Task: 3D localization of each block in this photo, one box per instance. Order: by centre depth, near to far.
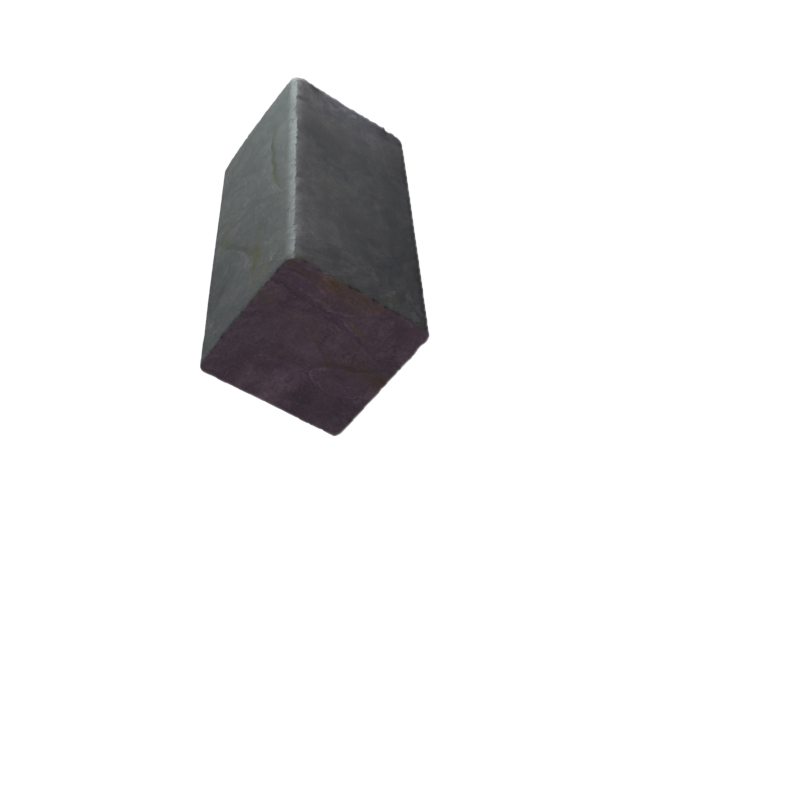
[{"bbox_3d":[-0.051,-0.095,0.659,0.087,0.088,0.221,28,31,-23],"label":"block"}]
